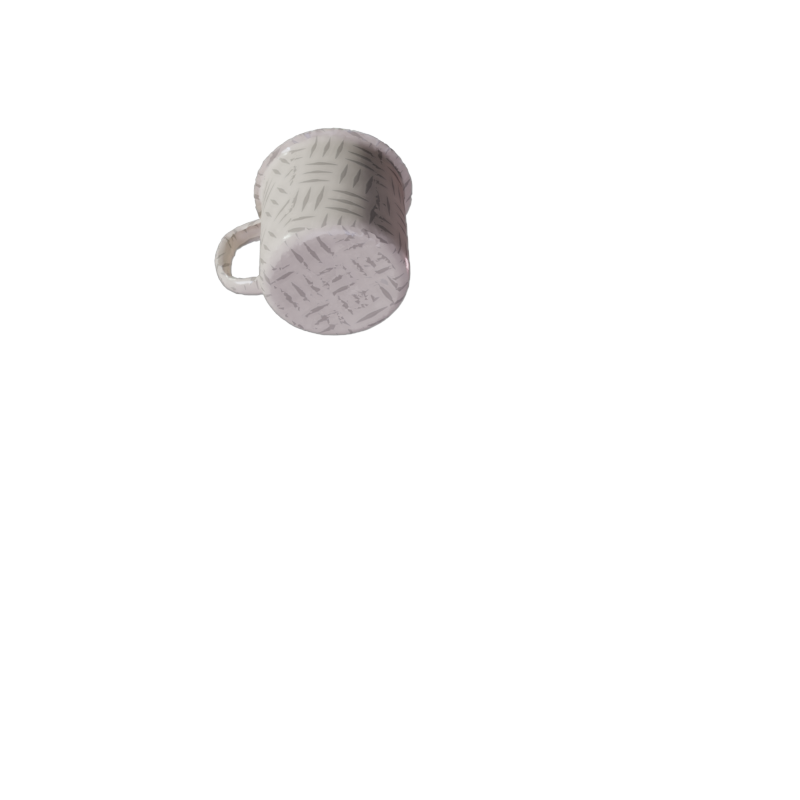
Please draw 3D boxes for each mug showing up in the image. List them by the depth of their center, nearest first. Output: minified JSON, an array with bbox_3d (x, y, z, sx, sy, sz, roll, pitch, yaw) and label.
[{"bbox_3d":[-0.049,-0.089,0.620,0.118,0.086,0.087,-12,43,9],"label":"mug"}]
